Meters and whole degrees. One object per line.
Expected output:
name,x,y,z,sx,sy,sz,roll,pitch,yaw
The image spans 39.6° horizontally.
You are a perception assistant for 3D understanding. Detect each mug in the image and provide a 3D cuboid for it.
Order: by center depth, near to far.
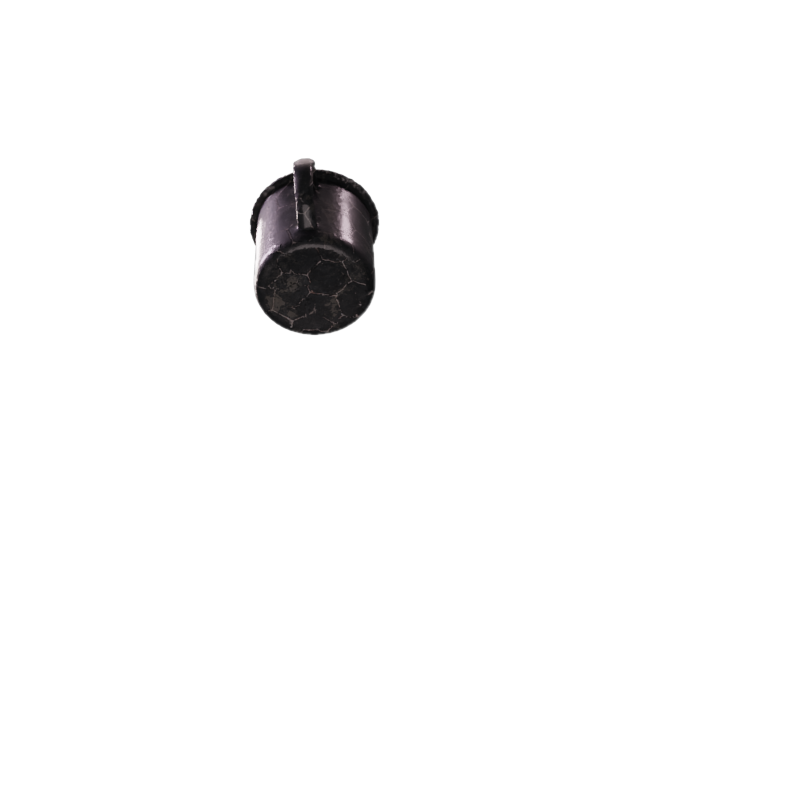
mug,-0.059,-0.108,0.758,0.093,0.109,0.087,-3,38,0
